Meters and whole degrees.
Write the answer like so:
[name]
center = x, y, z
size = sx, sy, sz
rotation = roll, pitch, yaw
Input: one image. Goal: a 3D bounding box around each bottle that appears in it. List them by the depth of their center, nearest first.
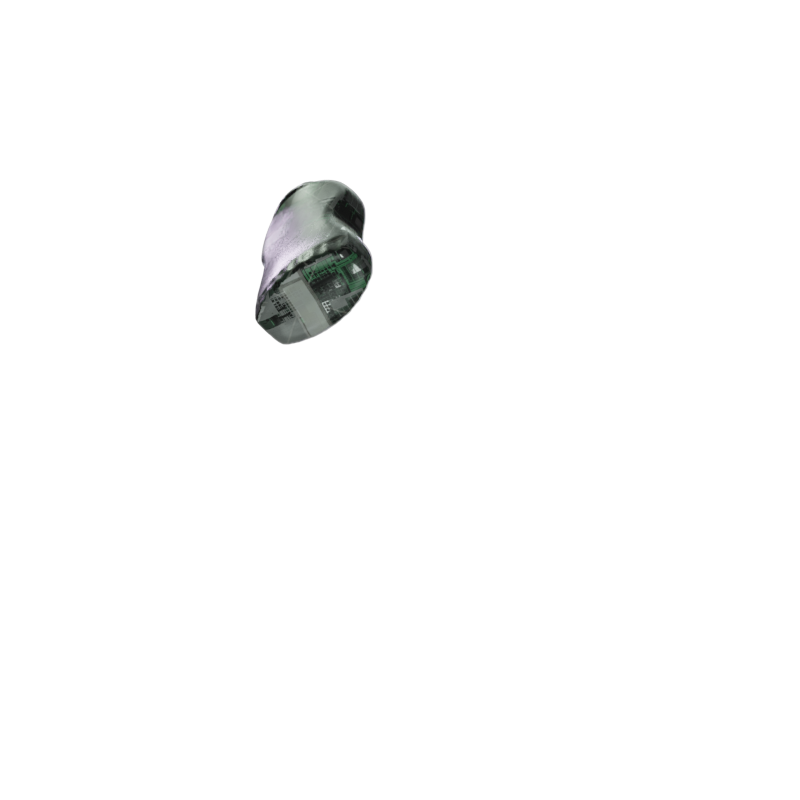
[bottle]
center = -0.071, -0.129, 0.899
size = 0.095, 0.055, 0.204
rotation = -39, 27, 19
